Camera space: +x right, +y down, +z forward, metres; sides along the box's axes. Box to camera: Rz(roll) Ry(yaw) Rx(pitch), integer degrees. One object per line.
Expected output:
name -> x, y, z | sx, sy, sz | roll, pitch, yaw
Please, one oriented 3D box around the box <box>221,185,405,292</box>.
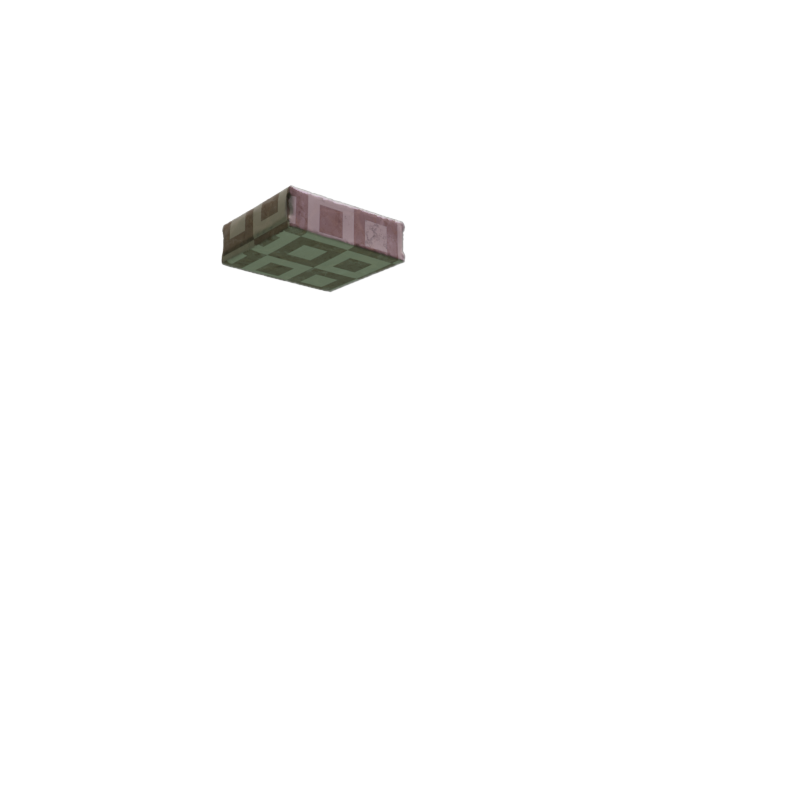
box -> -0.053, -0.097, 0.677 | 0.085, 0.032, 0.074 | 12, -20, -37
